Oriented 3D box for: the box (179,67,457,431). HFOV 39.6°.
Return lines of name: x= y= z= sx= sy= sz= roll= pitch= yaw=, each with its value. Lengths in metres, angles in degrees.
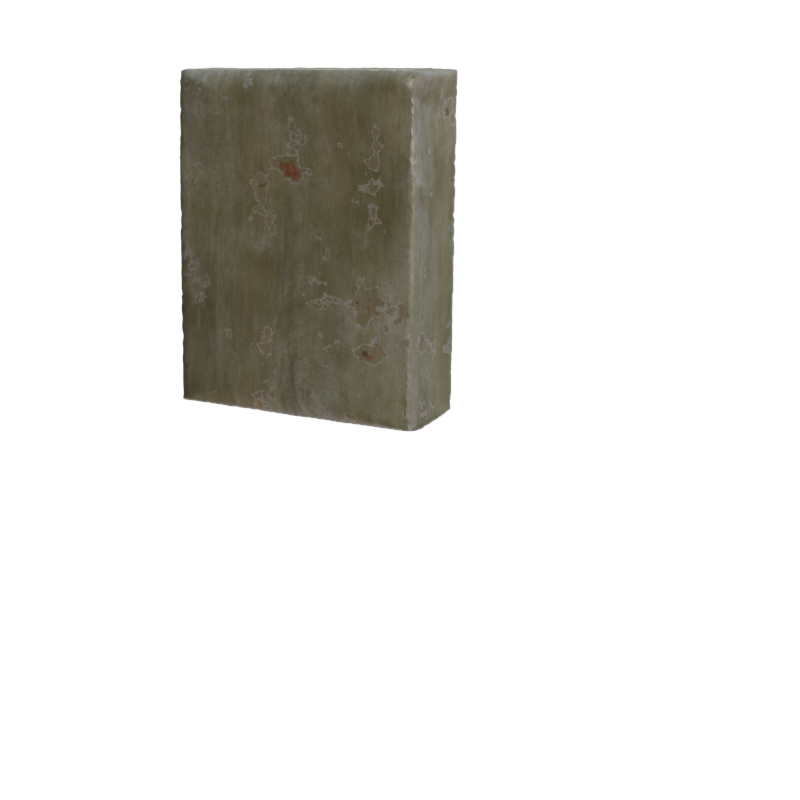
box: x=-0.054 y=-0.098 z=0.688 sx=0.170 sy=0.209 sz=0.071 roll=6 pitch=11 yaw=27
